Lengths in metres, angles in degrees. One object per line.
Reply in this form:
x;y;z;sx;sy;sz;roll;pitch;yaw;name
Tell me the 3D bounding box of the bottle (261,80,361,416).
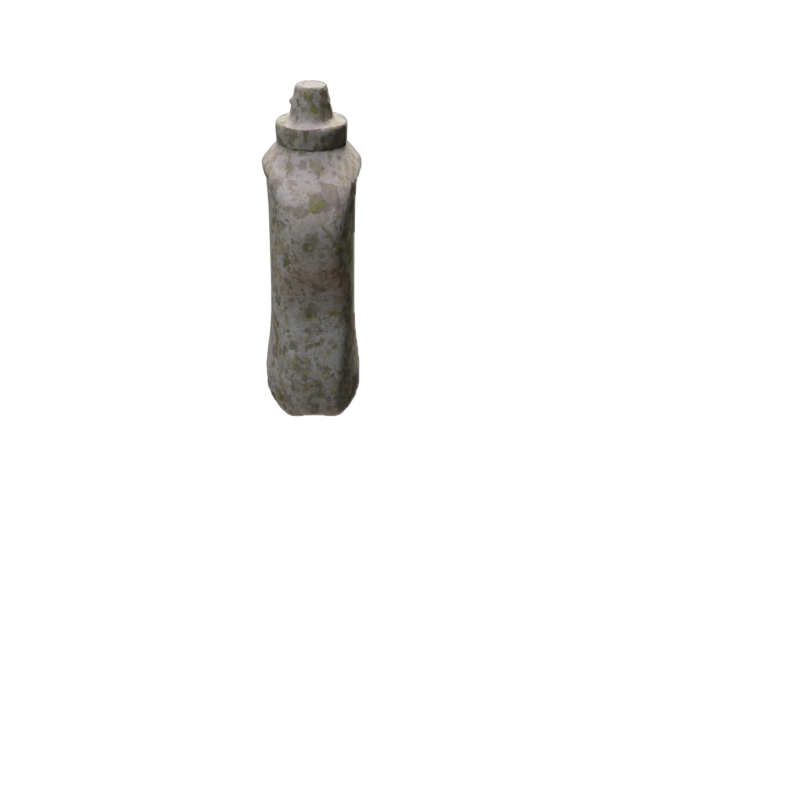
-0.052;-0.094;0.656;0.058;0.182;0.101;1;25;-3;bottle
